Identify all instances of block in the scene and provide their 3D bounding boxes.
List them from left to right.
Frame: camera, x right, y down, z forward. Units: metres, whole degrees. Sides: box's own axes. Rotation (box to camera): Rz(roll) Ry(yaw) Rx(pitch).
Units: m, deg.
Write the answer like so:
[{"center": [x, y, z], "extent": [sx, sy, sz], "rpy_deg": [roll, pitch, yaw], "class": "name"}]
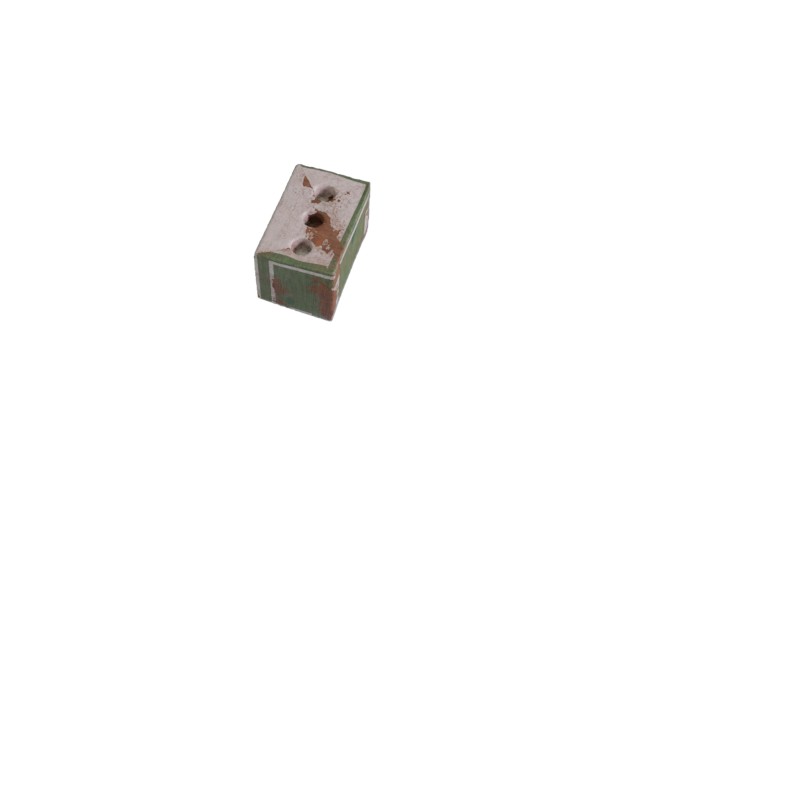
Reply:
[{"center": [-0.055, -0.101, 0.706], "extent": [0.054, 0.082, 0.048], "rpy_deg": [15, -31, 7], "class": "block"}]
